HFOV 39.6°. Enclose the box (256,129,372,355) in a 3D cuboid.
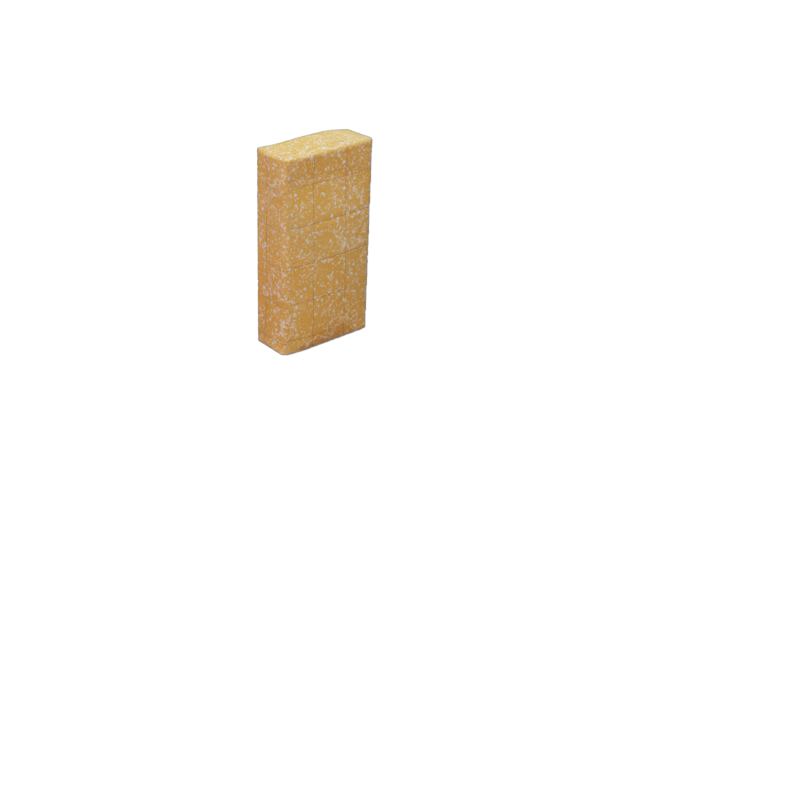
[{"bbox_3d":[-0.072,-0.132,0.921,0.092,0.167,0.051,-19,31,-38],"label":"box"}]
